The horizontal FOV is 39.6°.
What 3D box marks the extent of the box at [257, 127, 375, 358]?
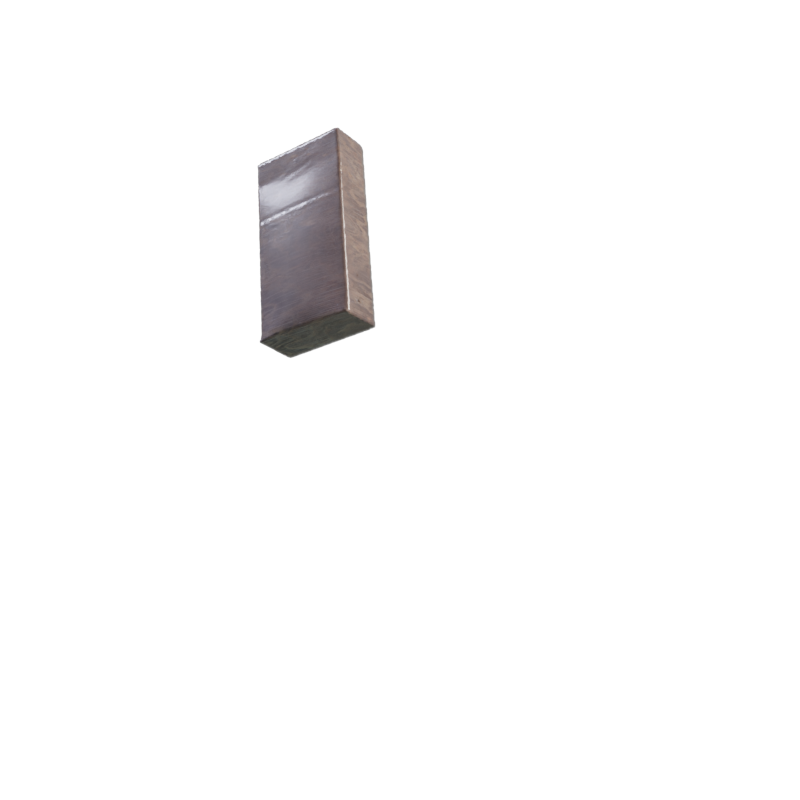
[{"bbox_3d":[-0.073,-0.133,0.933,0.094,0.187,0.045,-20,-33,30],"label":"box"}]
